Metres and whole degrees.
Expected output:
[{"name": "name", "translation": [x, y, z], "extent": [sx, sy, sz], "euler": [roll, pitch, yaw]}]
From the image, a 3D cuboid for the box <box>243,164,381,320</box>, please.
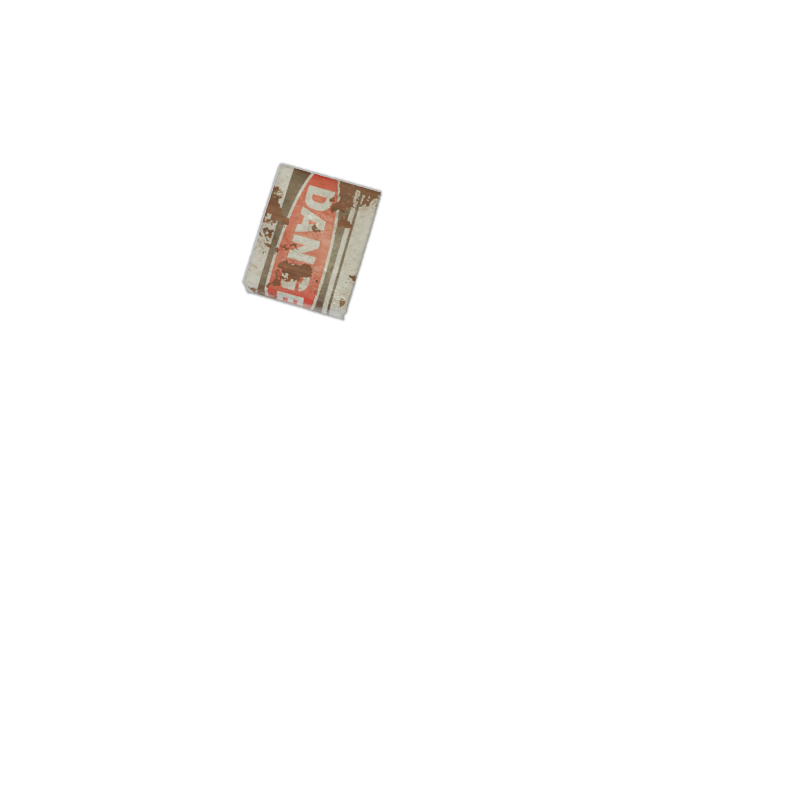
[{"name": "box", "translation": [-0.073, -0.134, 0.937], "extent": [0.090, 0.117, 0.038], "euler": [15, -13, 3]}]
